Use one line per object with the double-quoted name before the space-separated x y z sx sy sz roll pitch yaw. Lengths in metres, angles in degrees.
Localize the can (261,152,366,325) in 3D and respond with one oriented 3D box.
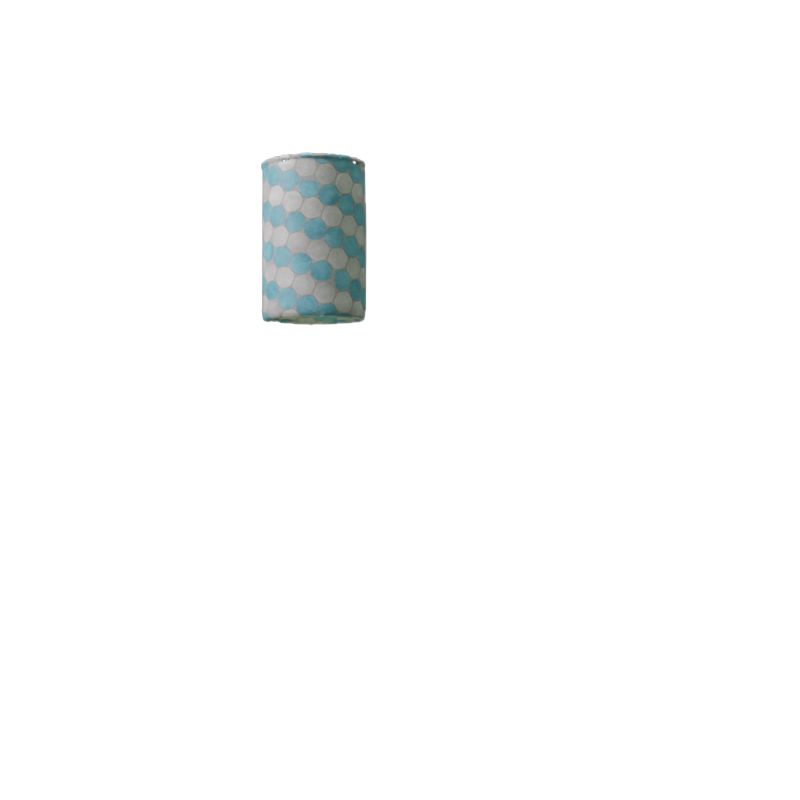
"can" -0.056 -0.102 0.712 0.068 0.104 0.067 0 -6 -2
